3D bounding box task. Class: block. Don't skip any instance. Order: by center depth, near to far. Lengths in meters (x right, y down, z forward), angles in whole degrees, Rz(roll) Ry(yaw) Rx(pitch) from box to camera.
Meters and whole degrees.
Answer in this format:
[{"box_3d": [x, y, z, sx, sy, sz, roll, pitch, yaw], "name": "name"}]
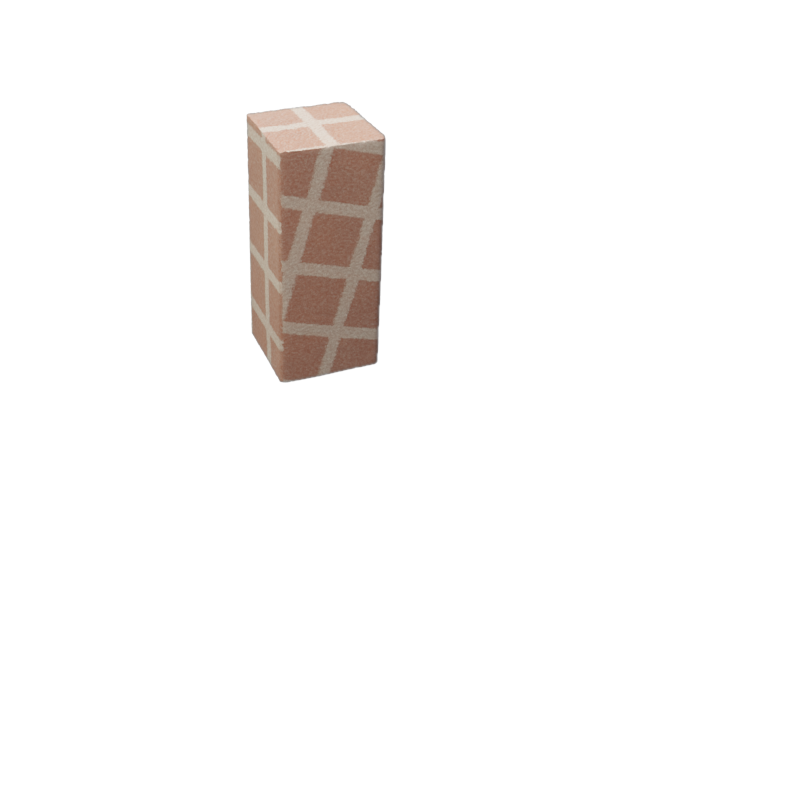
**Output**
[{"box_3d": [-0.071, -0.131, 0.919, 0.089, 0.194, 0.098, -10, 31, -20], "name": "block"}]
